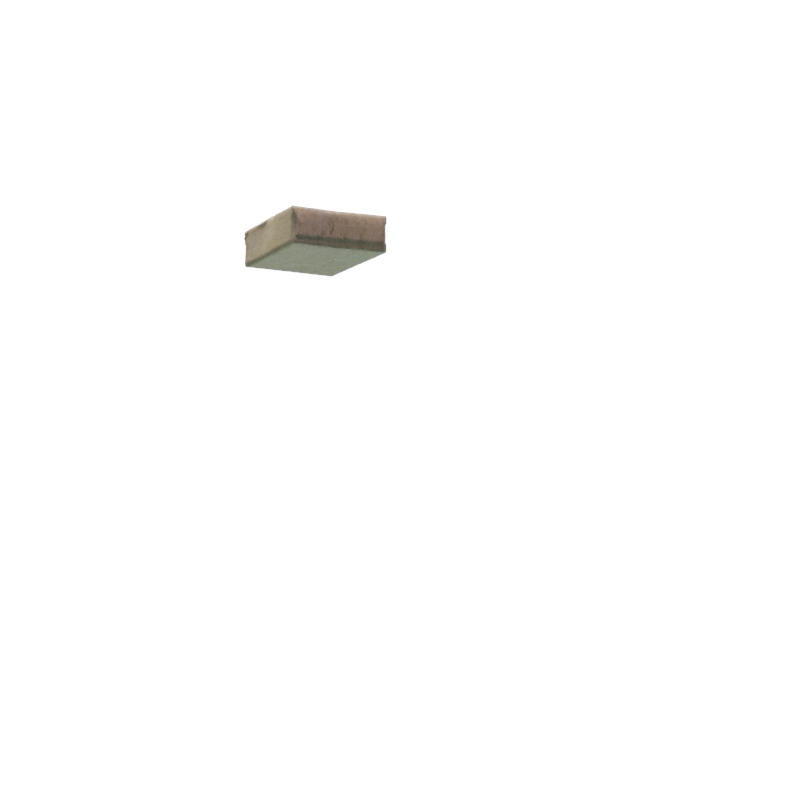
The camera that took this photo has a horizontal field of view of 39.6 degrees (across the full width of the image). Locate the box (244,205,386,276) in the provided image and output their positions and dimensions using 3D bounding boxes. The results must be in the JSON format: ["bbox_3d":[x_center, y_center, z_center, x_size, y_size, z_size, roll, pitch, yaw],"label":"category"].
[{"bbox_3d":[-0.062,-0.113,0.794,0.070,0.031,0.090,3,-7,-28],"label":"box"}]
